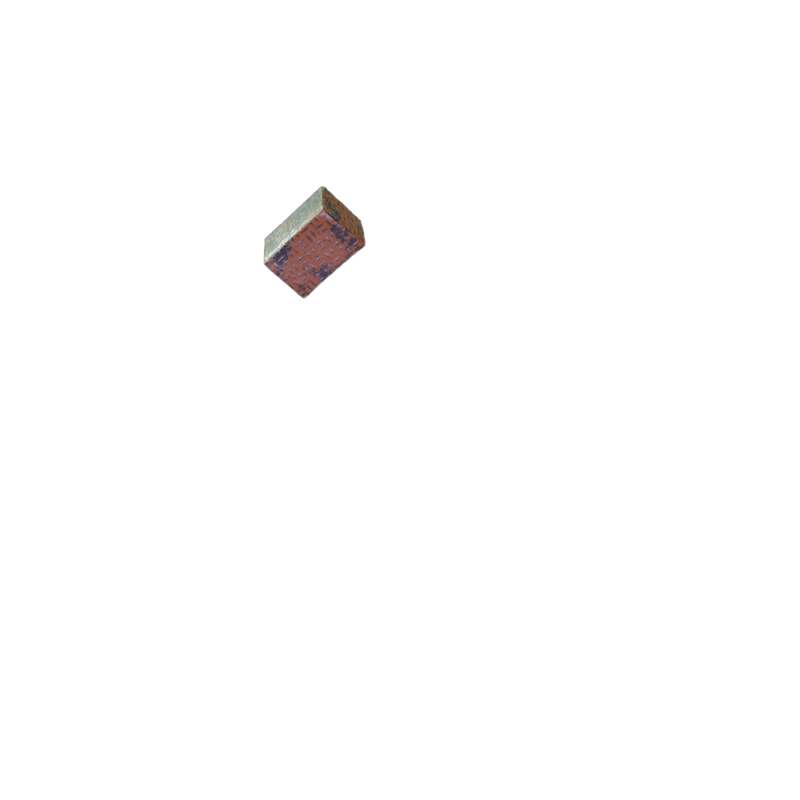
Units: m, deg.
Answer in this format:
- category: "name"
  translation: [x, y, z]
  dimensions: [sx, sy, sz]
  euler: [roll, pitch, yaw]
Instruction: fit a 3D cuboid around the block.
- category: "block"
  translation: [-0.077, -0.140, 0.980]
  dimensions: [0.077, 0.050, 0.055]
  euler: [-39, 26, 20]
